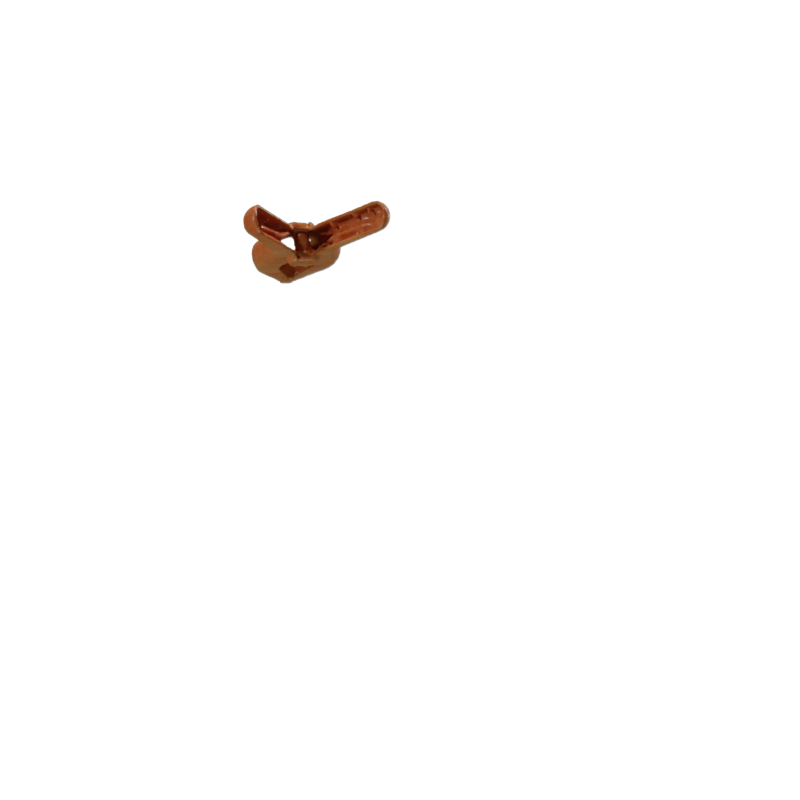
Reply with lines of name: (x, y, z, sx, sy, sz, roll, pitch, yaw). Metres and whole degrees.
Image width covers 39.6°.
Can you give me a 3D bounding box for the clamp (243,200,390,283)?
clamp: (-0.075, -0.137, 0.961, 0.119, 0.040, 0.168, 1, -7, -6)
